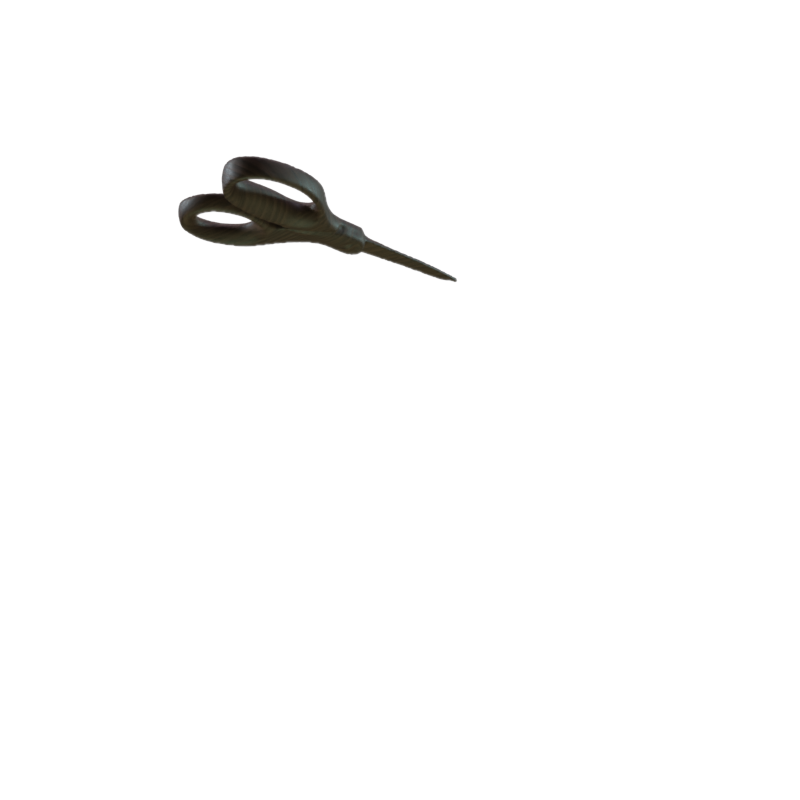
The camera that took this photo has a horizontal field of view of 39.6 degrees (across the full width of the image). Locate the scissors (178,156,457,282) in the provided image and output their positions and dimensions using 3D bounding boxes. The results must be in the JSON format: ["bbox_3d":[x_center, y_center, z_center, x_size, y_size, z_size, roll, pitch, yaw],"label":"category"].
[{"bbox_3d":[-0.052,-0.095,0.668,0.098,0.017,0.188,-10,-21,29],"label":"scissors"}]
